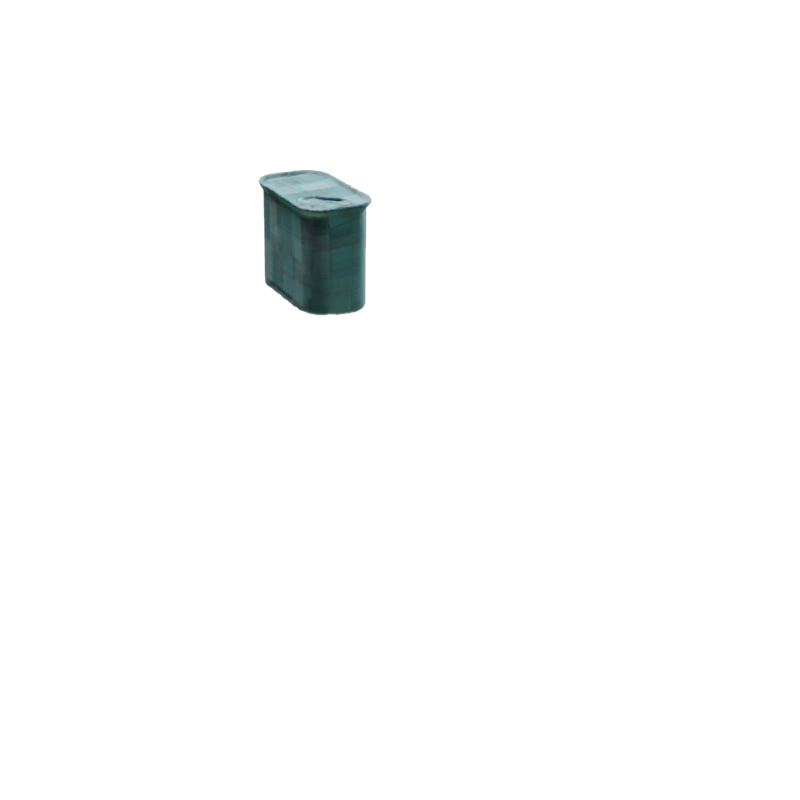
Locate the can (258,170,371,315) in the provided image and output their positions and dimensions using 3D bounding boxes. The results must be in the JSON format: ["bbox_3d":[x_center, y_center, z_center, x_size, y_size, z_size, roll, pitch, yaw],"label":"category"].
[{"bbox_3d":[-0.065,-0.118,0.829,0.056,0.080,0.109,-10,26,-26],"label":"can"}]
